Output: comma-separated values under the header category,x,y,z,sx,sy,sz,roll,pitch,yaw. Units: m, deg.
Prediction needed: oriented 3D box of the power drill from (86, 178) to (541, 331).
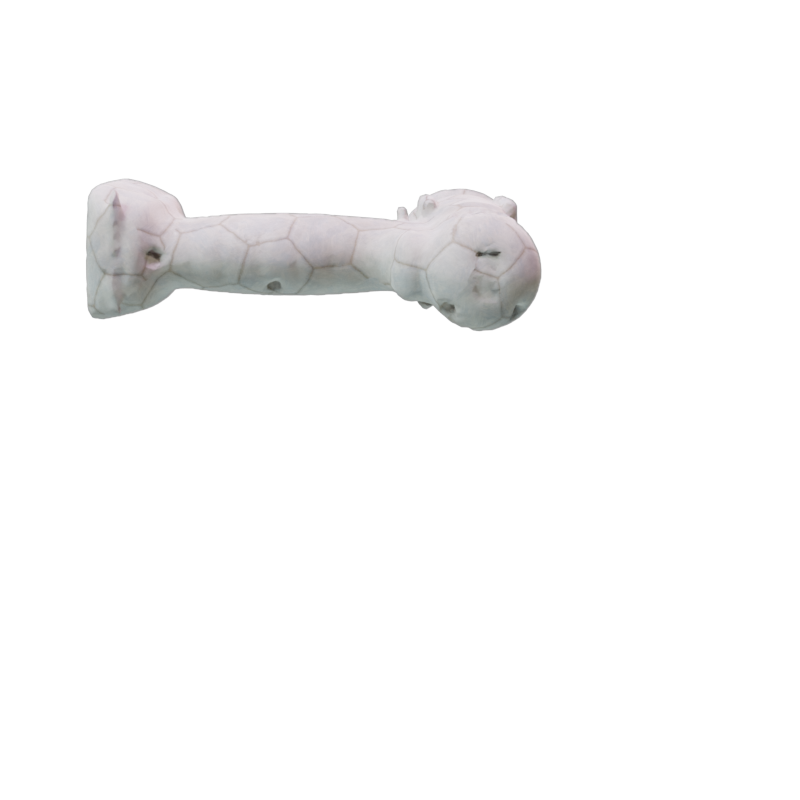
category,x,y,z,sx,sy,sz,roll,pitch,yaw
power drill,-0.040,-0.072,0.506,0.187,0.056,0.188,0,12,-1
